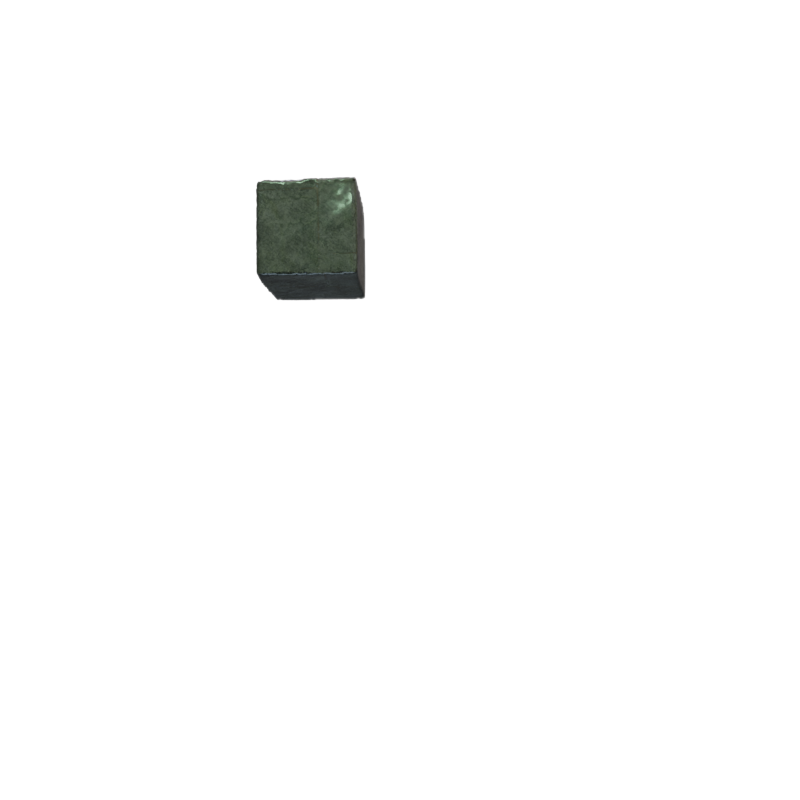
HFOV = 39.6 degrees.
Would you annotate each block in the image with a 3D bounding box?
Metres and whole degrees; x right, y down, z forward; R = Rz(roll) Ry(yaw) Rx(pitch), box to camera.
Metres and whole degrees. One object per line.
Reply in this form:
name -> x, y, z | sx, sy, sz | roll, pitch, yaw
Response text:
block -> -0.047, -0.085, 0.598 | 0.053, 0.053, 0.076 | -1, -7, 2
